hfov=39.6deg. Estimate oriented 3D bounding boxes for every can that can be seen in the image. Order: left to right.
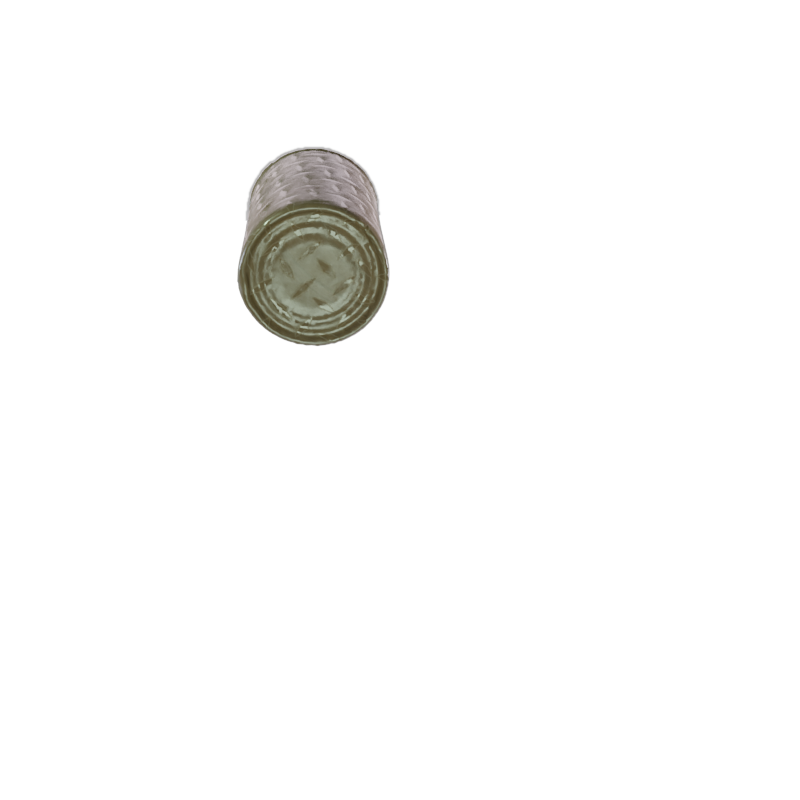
[{"bbox_3d":[-0.041,-0.075,0.527,0.068,0.065,0.107,0,23,-3],"label":"can"}]
